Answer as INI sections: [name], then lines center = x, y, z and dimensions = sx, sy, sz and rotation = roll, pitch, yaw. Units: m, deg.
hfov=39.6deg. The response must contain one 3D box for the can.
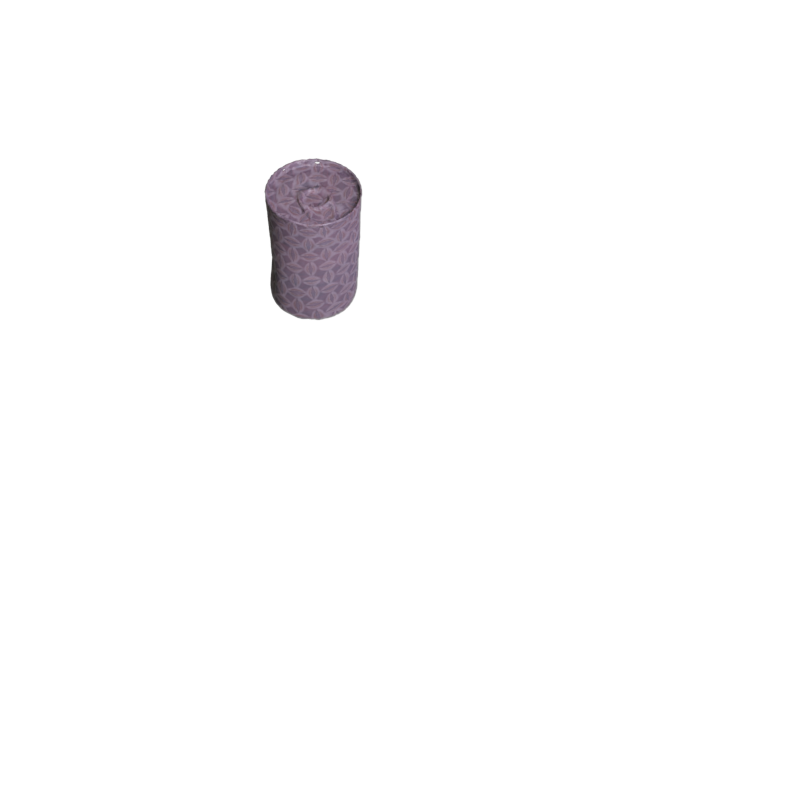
[can]
center = -0.063, -0.115, 0.805
dimensions = 0.068, 0.074, 0.095
rotation = 0, -40, -3
